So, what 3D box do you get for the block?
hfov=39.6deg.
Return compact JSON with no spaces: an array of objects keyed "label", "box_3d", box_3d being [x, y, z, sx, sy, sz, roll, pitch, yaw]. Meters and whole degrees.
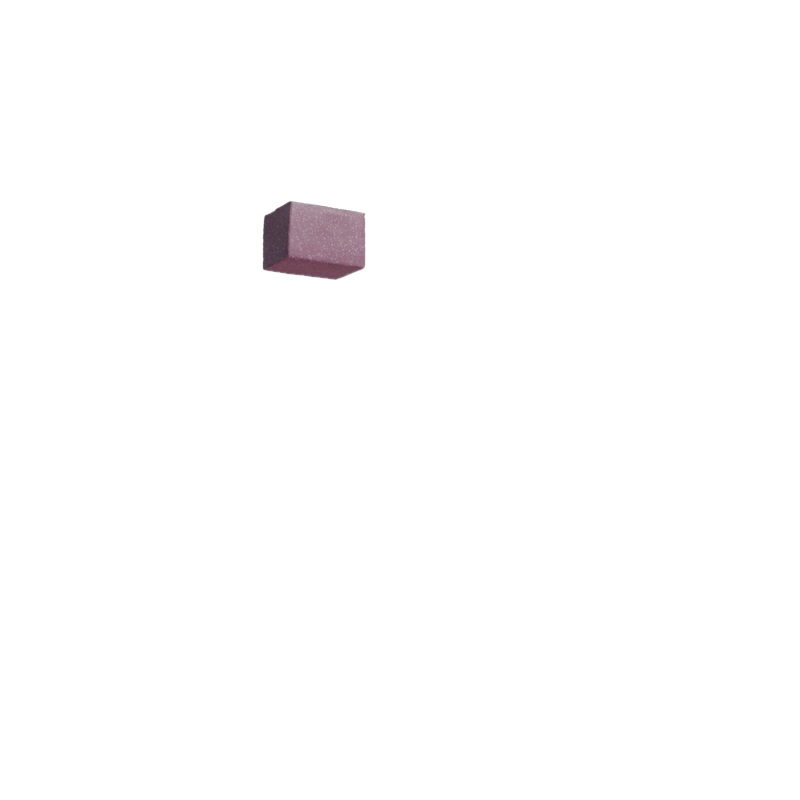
[{"label":"block","box_3d":[-0.076,-0.139,0.976,0.075,0.053,0.053,6,-13,-30]}]
